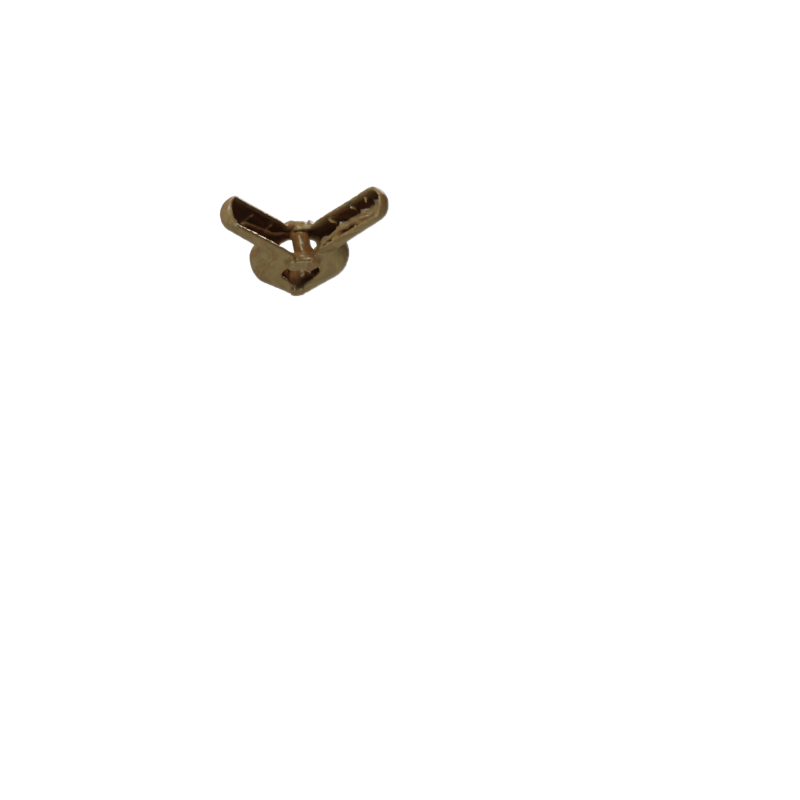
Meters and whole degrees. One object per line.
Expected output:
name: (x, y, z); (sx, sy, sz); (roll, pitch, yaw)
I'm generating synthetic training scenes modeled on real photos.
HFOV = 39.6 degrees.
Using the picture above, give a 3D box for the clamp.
clamp: (-0.067, -0.122, 0.856); (0.121, 0.041, 0.165); (-1, -11, 3)
